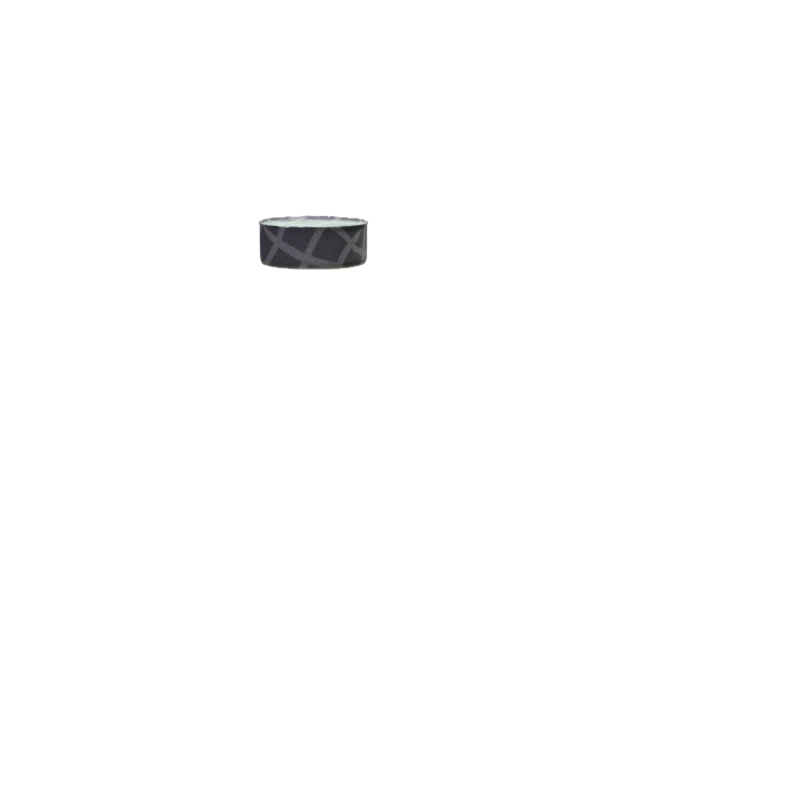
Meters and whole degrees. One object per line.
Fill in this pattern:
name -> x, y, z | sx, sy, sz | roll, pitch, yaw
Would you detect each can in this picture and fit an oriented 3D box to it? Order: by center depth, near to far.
can -> -0.068, -0.124, 0.869 | 0.086, 0.033, 0.088 | 0, 14, -2
